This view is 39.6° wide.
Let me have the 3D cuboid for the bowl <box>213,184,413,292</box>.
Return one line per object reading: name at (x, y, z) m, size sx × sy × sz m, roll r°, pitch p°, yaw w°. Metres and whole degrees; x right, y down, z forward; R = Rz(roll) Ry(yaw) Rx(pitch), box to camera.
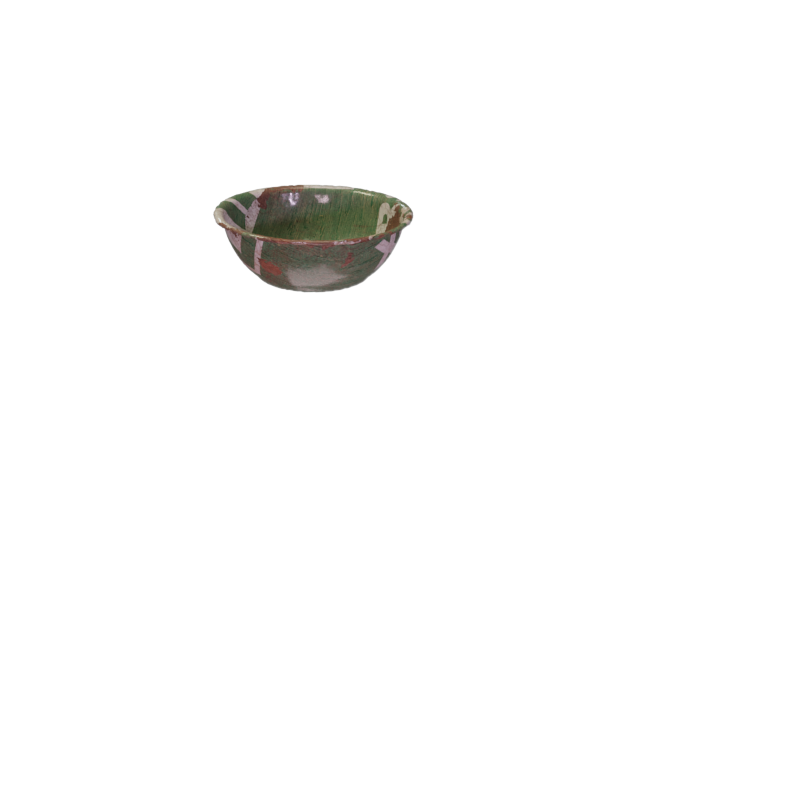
bowl at (-0.071, -0.129, 0.902) m, size 0.162 × 0.052 × 0.170 m, roll -1°, pitch 24°, yaw -2°
